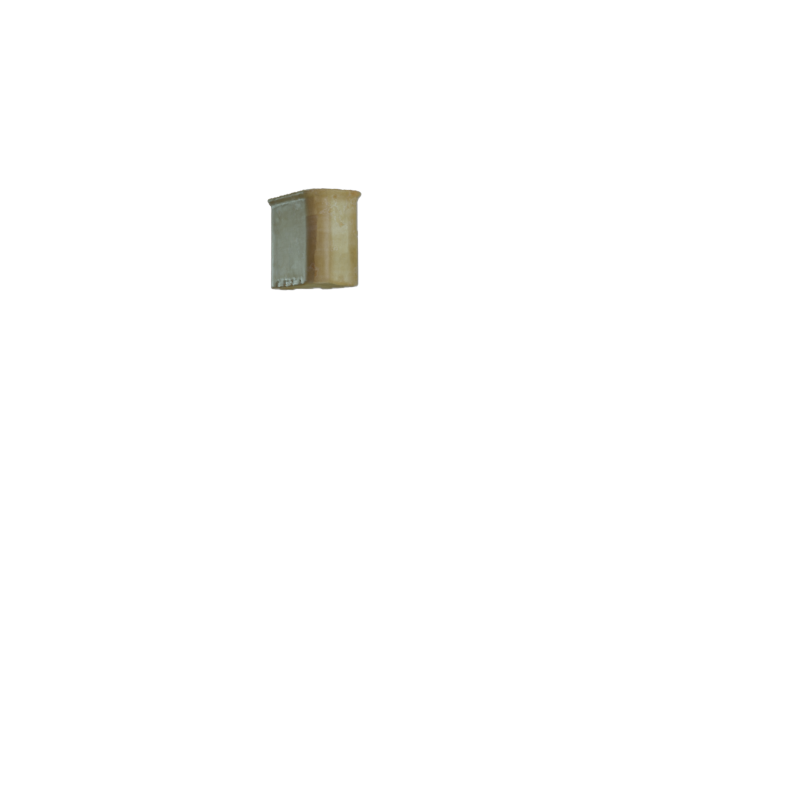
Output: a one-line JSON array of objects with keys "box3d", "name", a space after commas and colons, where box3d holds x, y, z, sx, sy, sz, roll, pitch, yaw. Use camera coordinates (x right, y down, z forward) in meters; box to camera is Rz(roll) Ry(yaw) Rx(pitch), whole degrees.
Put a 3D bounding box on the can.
[{"box3d": [-0.078, -0.143, 0.999, 0.055, 0.085, 0.105, 2, -1, -31], "name": "can"}]
